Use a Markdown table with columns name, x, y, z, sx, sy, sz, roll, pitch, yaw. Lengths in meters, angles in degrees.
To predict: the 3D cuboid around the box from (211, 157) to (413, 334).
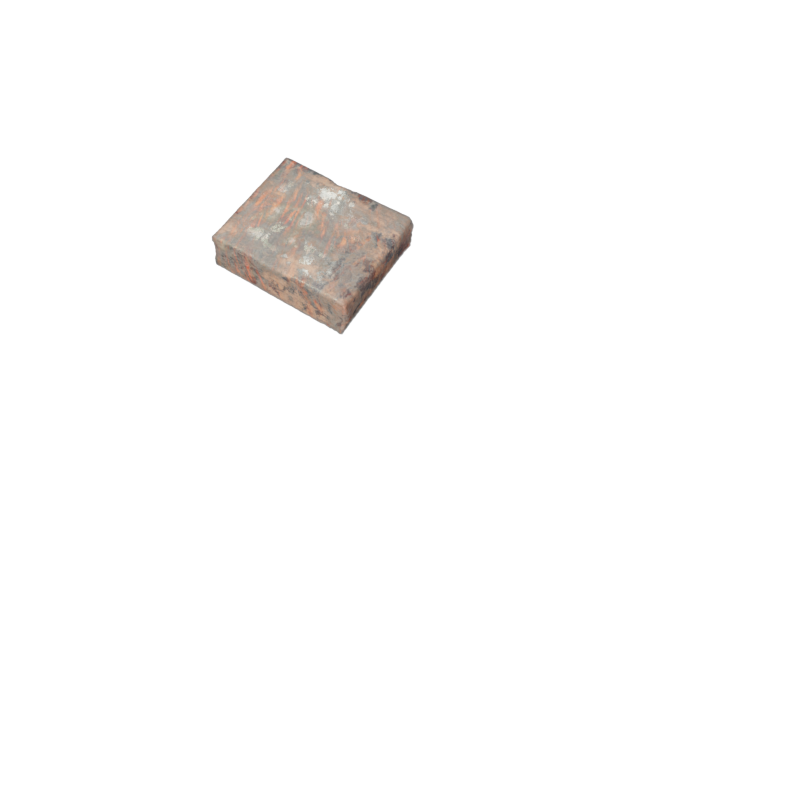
| name | x | y | z | sx | sy | sz | roll | pitch | yaw |
| --- | --- | --- | --- | --- | --- | --- | --- | --- | --- |
| box | -0.049 | -0.089 | 0.625 | 0.093 | 0.075 | 0.028 | 28 | -31 | 18 |
